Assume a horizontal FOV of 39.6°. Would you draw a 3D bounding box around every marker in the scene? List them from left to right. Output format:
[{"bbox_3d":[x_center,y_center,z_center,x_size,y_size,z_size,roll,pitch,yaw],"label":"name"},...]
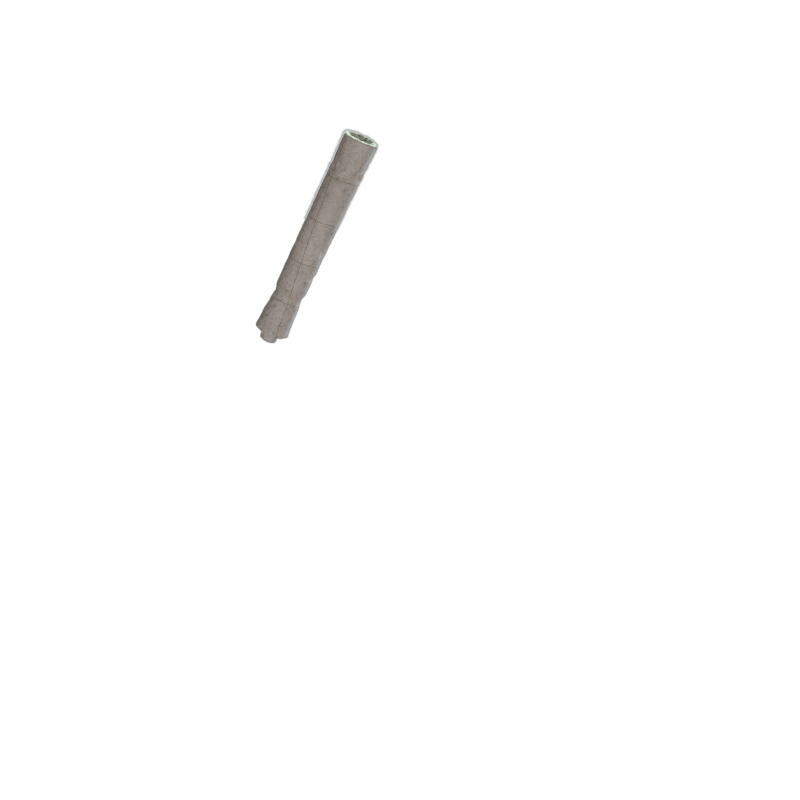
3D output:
[{"bbox_3d":[-0.045,-0.082,0.576,0.019,0.118,0.021,23,18,-12],"label":"marker"}]
